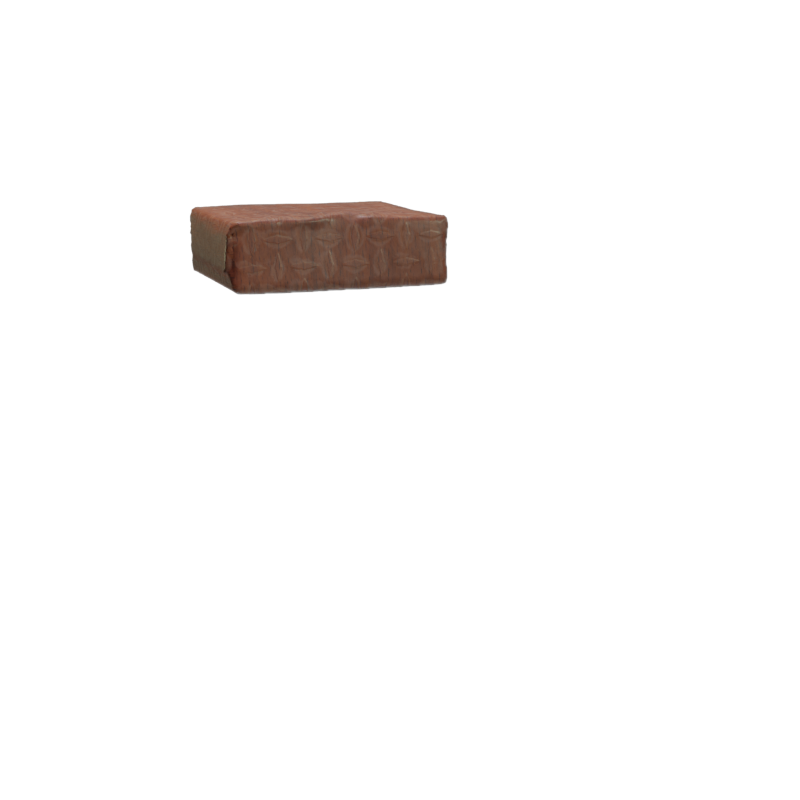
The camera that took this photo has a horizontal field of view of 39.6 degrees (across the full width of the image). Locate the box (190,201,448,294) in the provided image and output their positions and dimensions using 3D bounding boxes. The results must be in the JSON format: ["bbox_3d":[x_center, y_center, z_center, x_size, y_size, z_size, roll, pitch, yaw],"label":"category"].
[{"bbox_3d":[-0.035,-0.064,0.451,0.087,0.029,0.076,-5,14,-19],"label":"box"}]
